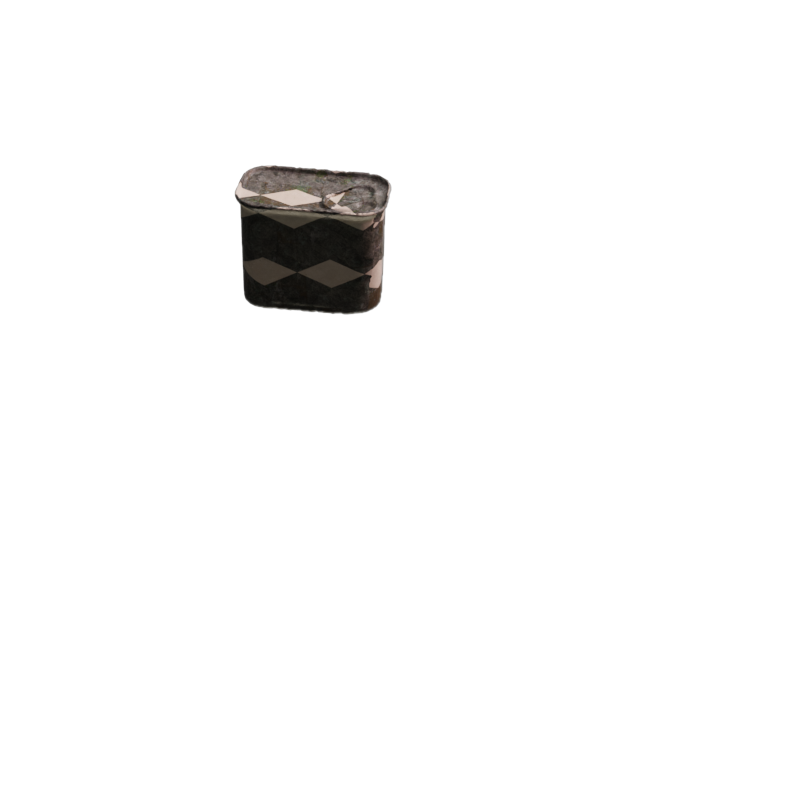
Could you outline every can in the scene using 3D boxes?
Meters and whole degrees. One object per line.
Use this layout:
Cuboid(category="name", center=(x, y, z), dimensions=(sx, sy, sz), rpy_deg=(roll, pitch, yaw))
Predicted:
Cuboid(category="can", center=(-0.059, -0.108, 0.757), dimensions=(0.103, 0.078, 0.061), rpy_deg=(6, 35, 6))
